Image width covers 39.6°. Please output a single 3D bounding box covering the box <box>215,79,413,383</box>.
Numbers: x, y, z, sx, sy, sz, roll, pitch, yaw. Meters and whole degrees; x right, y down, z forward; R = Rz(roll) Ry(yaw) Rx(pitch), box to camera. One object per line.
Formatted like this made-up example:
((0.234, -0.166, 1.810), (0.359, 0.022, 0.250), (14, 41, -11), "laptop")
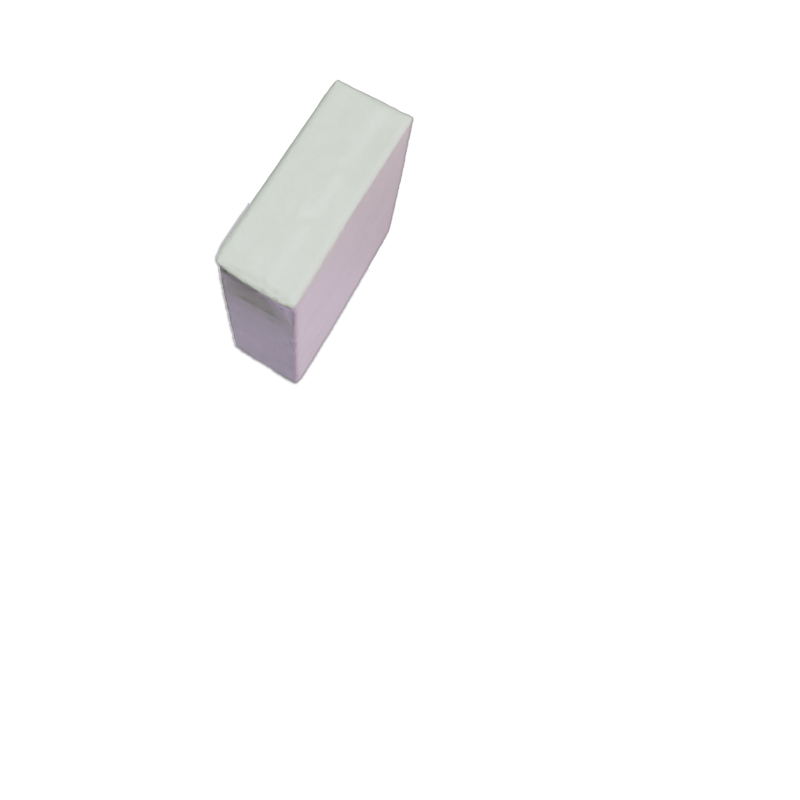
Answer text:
((-0.066, -0.121, 0.845), (0.073, 0.168, 0.206), (29, -15, 4), "box")
